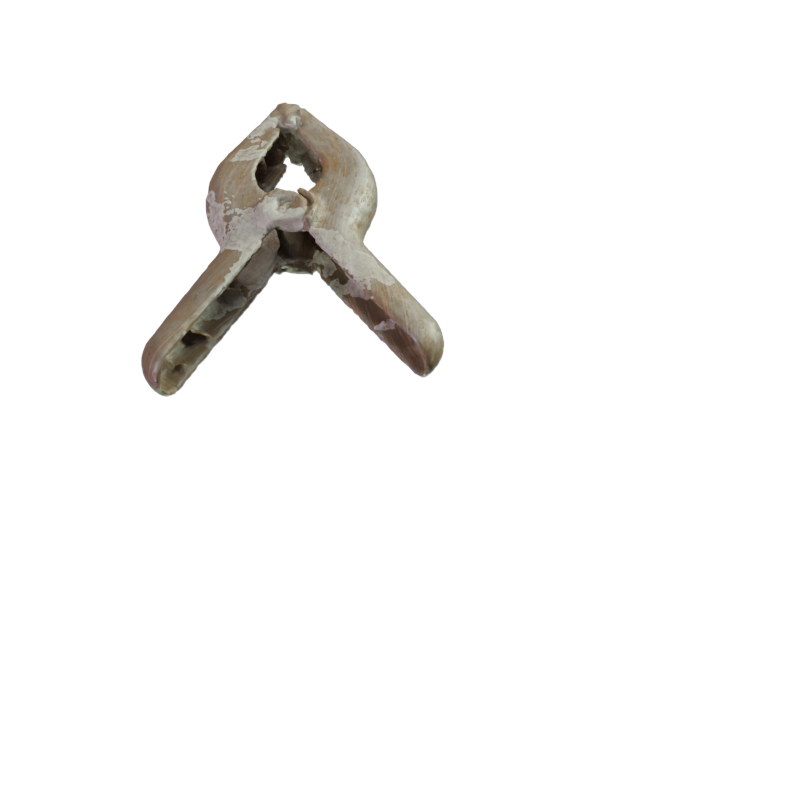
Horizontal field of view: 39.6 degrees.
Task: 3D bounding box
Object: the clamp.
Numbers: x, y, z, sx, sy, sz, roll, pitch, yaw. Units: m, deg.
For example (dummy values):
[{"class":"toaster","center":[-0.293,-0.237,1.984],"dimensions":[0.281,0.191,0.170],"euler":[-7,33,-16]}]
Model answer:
[{"class":"clamp","center":[-0.038,-0.070,0.491],"dimensions":[0.121,0.183,0.036],"euler":[4,-40,3]}]
